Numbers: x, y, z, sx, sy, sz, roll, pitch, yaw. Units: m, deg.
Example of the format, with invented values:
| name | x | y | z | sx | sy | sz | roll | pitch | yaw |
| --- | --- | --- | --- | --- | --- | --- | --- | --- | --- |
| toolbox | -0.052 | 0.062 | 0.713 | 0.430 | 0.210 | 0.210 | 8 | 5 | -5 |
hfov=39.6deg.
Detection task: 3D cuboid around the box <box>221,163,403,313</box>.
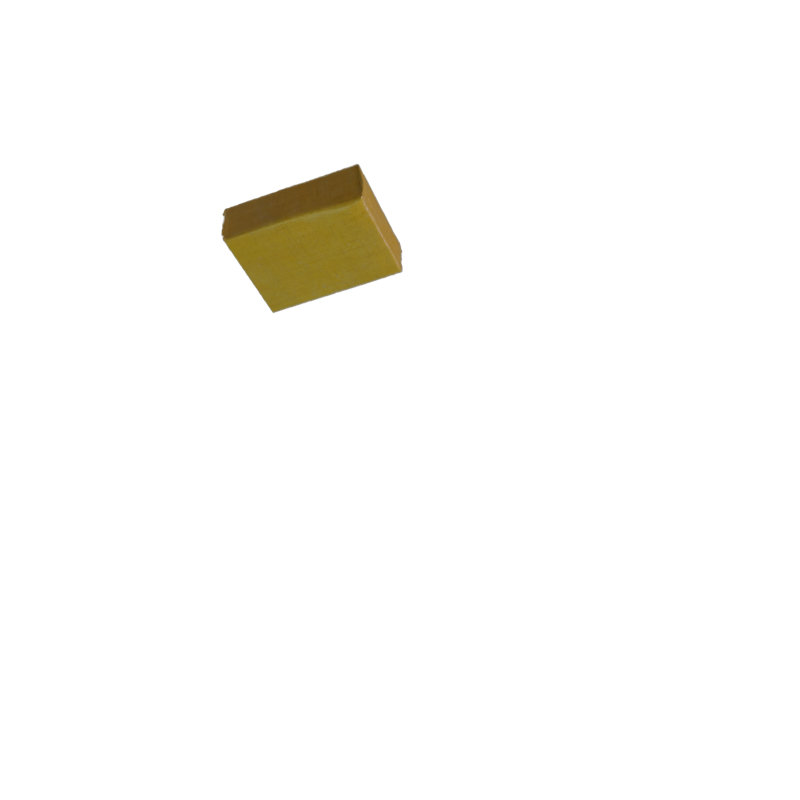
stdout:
| name | x | y | z | sx | sy | sz | roll | pitch | yaw |
| --- | --- | --- | --- | --- | --- | --- | --- | --- | --- |
| box | -0.065 | -0.119 | 0.835 | 0.114 | 0.042 | 0.083 | -14 | -42 | 16 |
